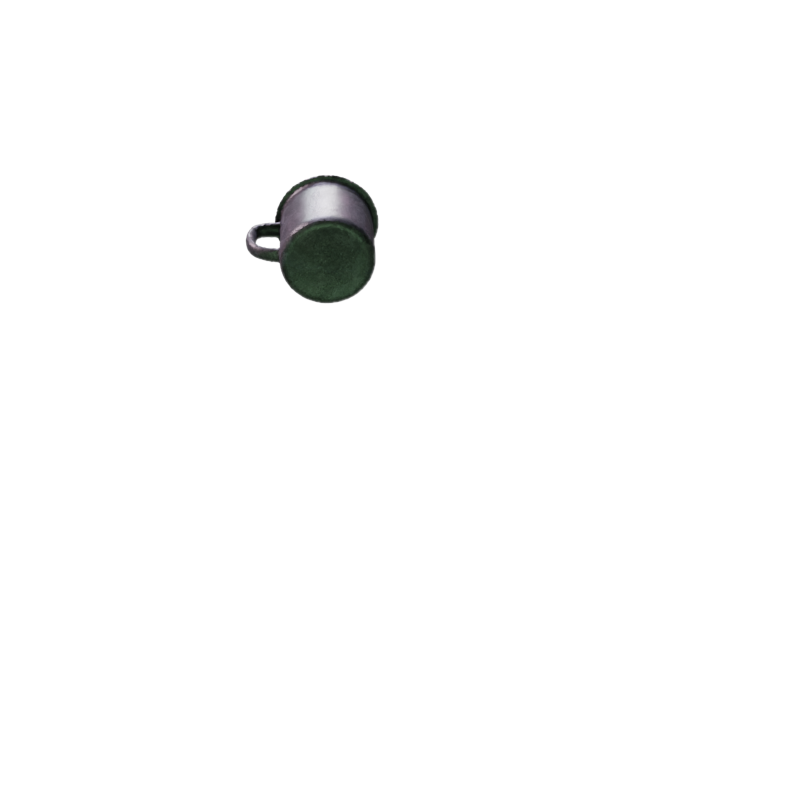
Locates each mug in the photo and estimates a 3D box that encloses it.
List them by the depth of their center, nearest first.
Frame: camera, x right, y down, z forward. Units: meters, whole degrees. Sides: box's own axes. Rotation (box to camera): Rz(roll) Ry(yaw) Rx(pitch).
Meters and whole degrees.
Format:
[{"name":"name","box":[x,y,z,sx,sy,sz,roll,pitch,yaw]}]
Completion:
[{"name":"mug","box":[-0.075,-0.137,0.961,0.117,0.088,0.087,2,30,-3]}]
